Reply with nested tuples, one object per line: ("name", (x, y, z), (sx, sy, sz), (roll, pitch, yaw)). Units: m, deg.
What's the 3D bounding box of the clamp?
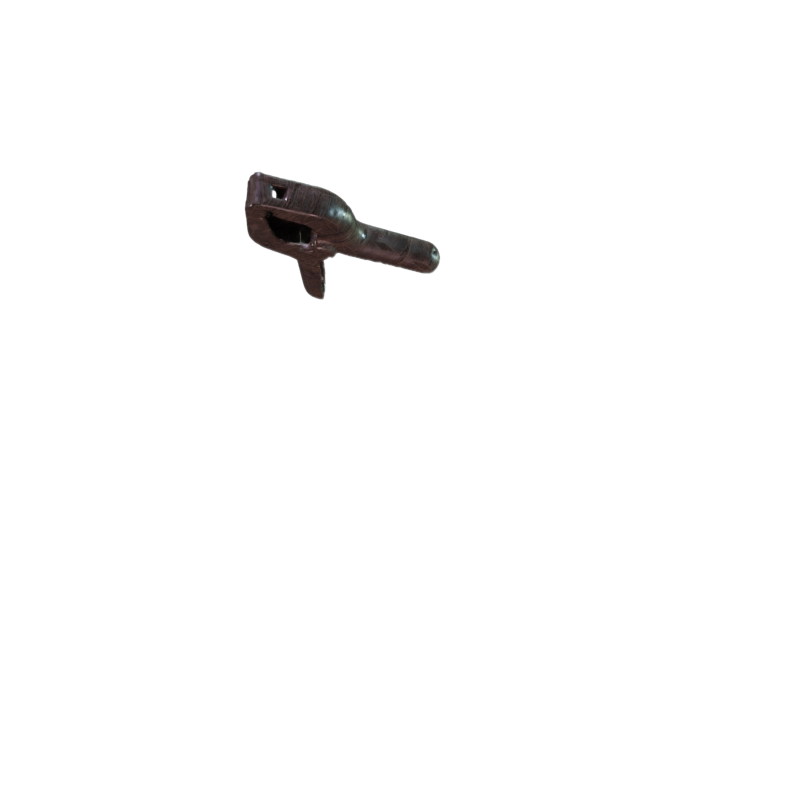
("clamp", (-0.065, -0.119, 0.836), (0.121, 0.042, 0.160), (-23, -34, 37))
